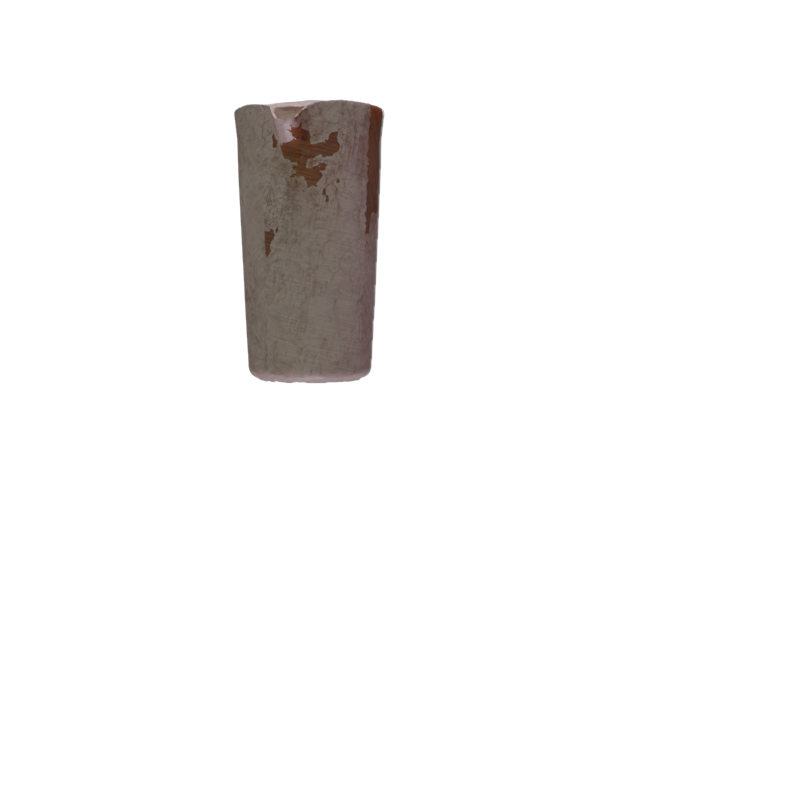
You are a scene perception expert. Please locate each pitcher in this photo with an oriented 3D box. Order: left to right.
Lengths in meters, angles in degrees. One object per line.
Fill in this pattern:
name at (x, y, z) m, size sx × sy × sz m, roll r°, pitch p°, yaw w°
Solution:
pitcher at (-0.077, -0.141, 0.988) m, size 0.144 × 0.244 × 0.150 m, roll 1°, pitch -1°, yaw -35°
